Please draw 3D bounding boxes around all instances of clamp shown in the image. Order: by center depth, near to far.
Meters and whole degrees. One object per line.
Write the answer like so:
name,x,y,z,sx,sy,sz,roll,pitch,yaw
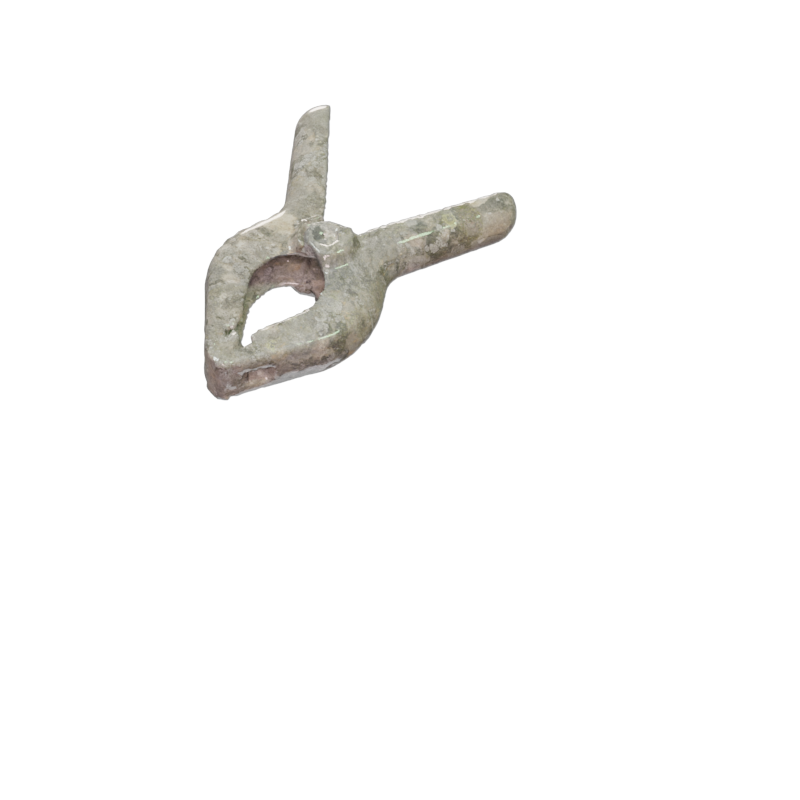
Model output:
clamp,-0.040,-0.073,0.512,0.127,0.036,0.173,32,55,26
